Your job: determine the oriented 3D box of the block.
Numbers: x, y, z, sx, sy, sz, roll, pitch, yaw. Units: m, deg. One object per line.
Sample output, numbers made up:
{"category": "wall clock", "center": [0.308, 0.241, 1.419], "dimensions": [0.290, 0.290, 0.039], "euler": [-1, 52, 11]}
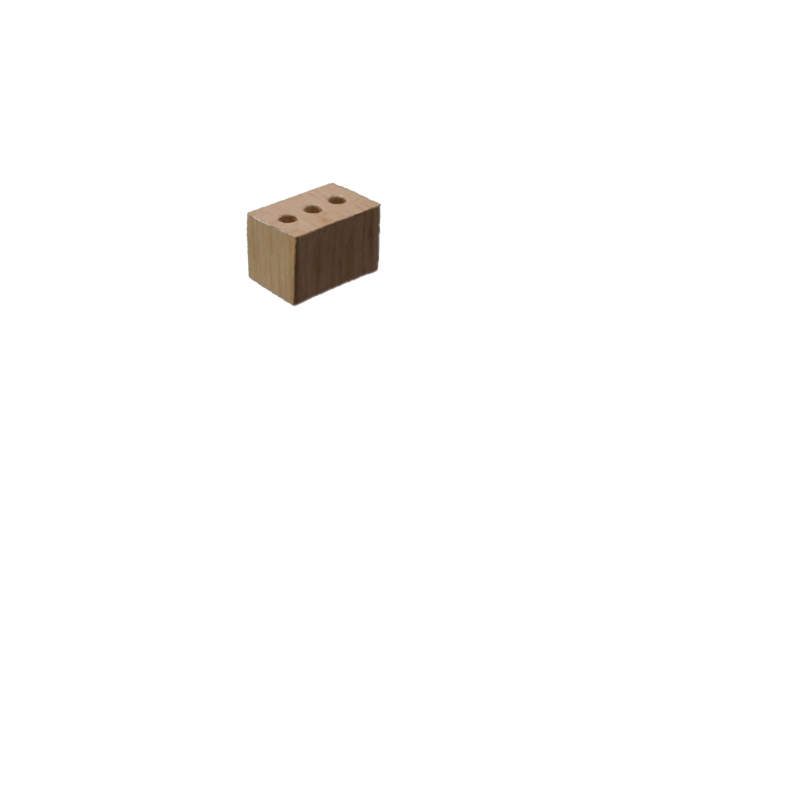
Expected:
{"category": "block", "center": [-0.059, -0.107, 0.751], "dimensions": [0.077, 0.048, 0.056], "euler": [-27, 41, -36]}
